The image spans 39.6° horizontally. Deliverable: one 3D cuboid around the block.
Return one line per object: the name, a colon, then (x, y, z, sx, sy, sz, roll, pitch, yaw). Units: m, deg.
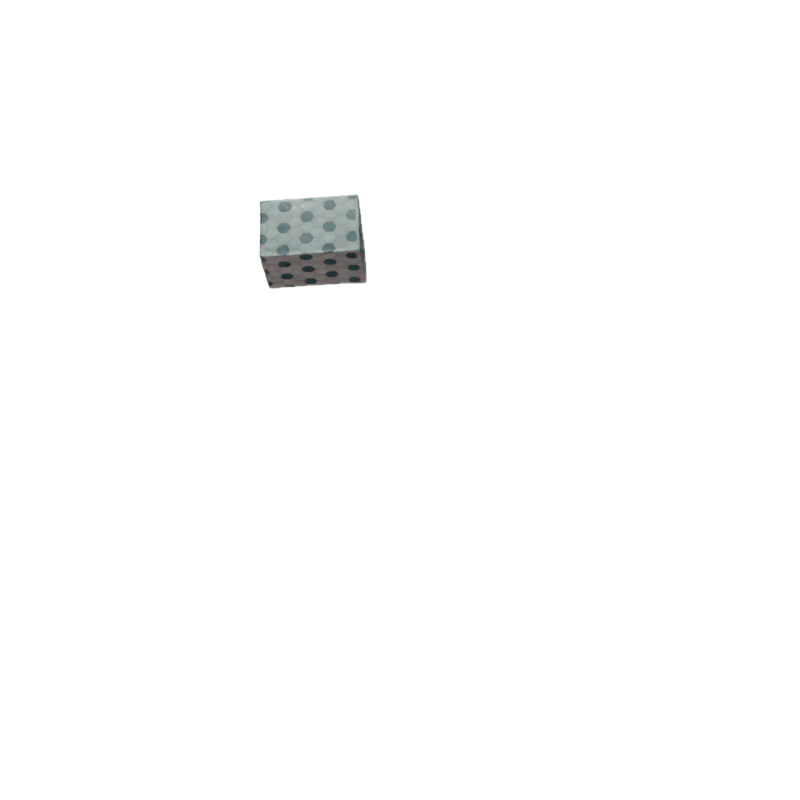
block: (-0.067, -0.121, 0.851, 0.078, 0.054, 0.049, -3, -26, 4)
